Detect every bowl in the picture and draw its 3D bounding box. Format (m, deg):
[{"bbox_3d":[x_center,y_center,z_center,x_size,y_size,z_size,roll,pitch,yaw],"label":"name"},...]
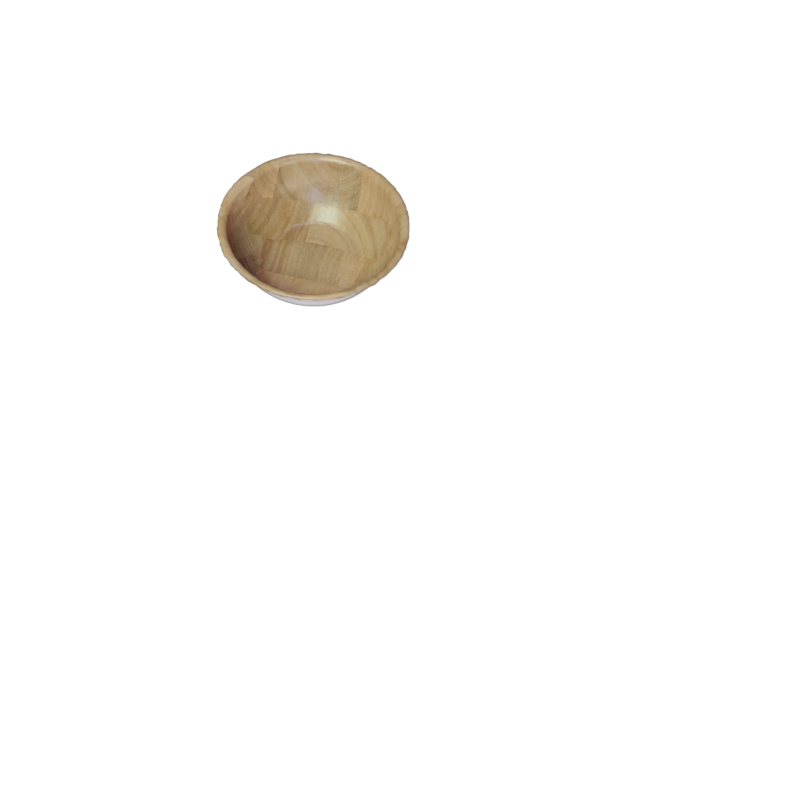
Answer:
[{"bbox_3d":[-0.074,-0.135,0.943,0.162,0.174,0.051,-1,-36,-1],"label":"bowl"}]
